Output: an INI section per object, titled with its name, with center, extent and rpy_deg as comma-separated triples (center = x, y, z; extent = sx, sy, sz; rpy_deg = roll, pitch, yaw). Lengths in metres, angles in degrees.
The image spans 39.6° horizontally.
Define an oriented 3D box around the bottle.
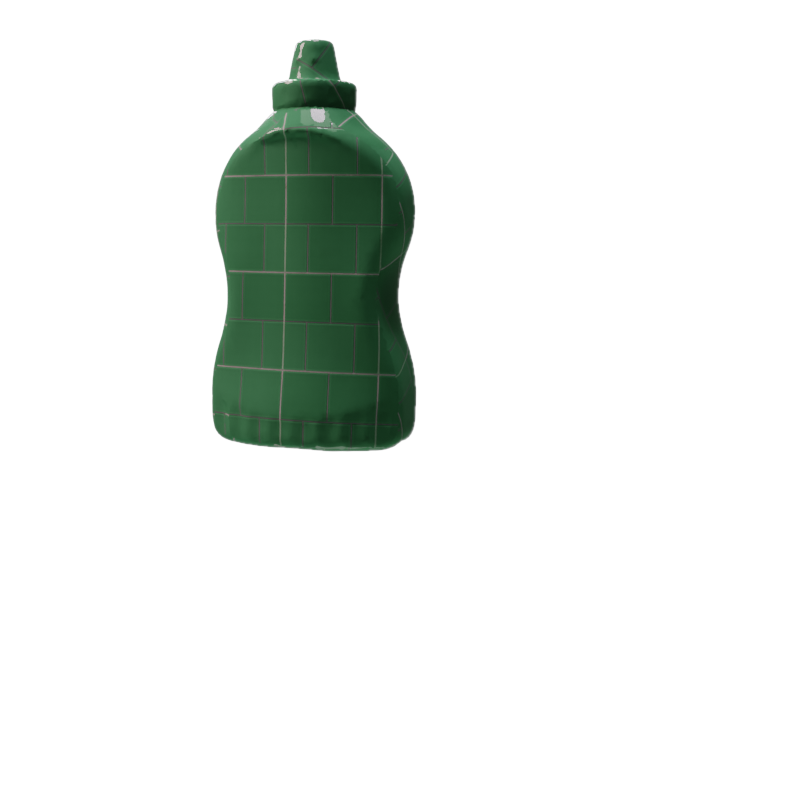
[bottle]
center = -0.042, -0.076, 0.532
extent = 0.099, 0.192, 0.057
rpy_deg = 1, 1, 21
